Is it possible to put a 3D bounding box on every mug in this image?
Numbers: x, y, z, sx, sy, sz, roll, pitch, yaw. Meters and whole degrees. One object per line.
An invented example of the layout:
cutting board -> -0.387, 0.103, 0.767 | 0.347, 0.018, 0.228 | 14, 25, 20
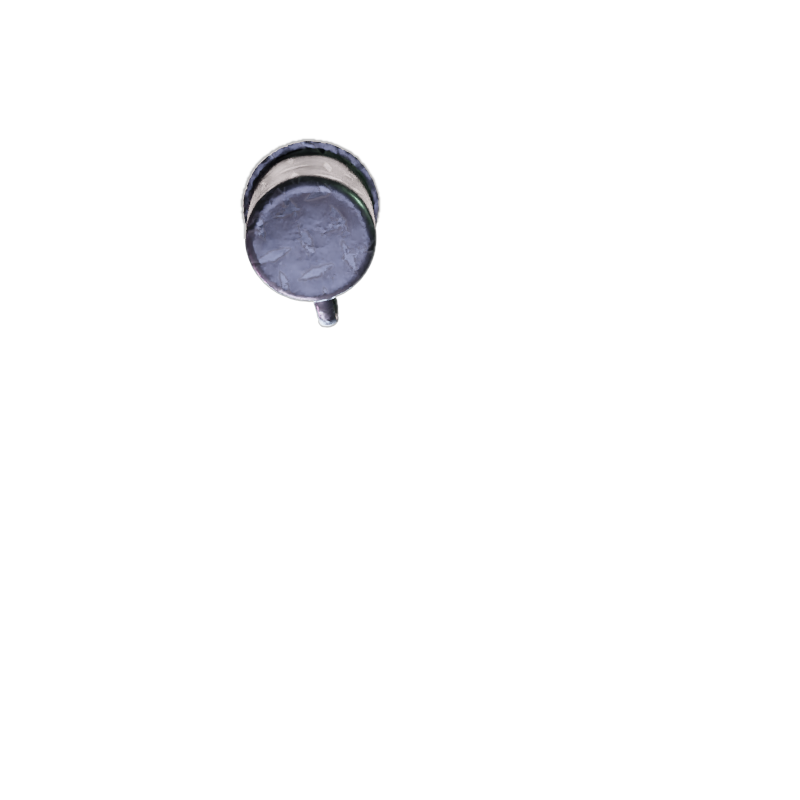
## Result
mug -> -0.056, -0.103, 0.719 | 0.093, 0.112, 0.085 | -7, 21, 1
